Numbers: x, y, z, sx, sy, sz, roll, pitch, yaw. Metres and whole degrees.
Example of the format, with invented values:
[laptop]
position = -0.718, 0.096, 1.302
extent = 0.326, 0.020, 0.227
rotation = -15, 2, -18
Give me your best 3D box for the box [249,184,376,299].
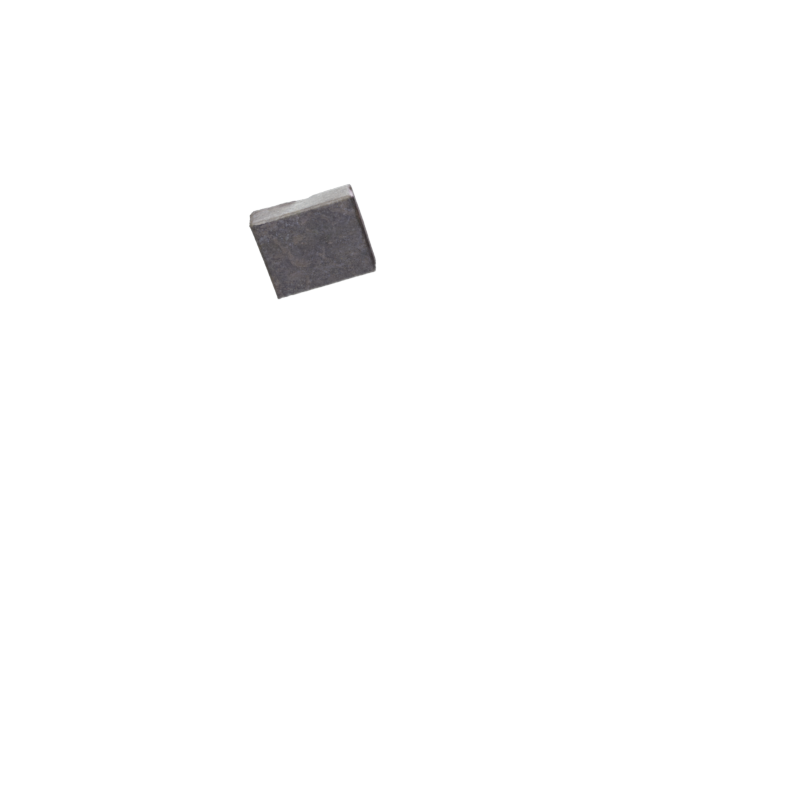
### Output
[box]
position = -0.072, -0.131, 0.921
extent = 0.090, 0.068, 0.032
rotation = -15, 28, 8
